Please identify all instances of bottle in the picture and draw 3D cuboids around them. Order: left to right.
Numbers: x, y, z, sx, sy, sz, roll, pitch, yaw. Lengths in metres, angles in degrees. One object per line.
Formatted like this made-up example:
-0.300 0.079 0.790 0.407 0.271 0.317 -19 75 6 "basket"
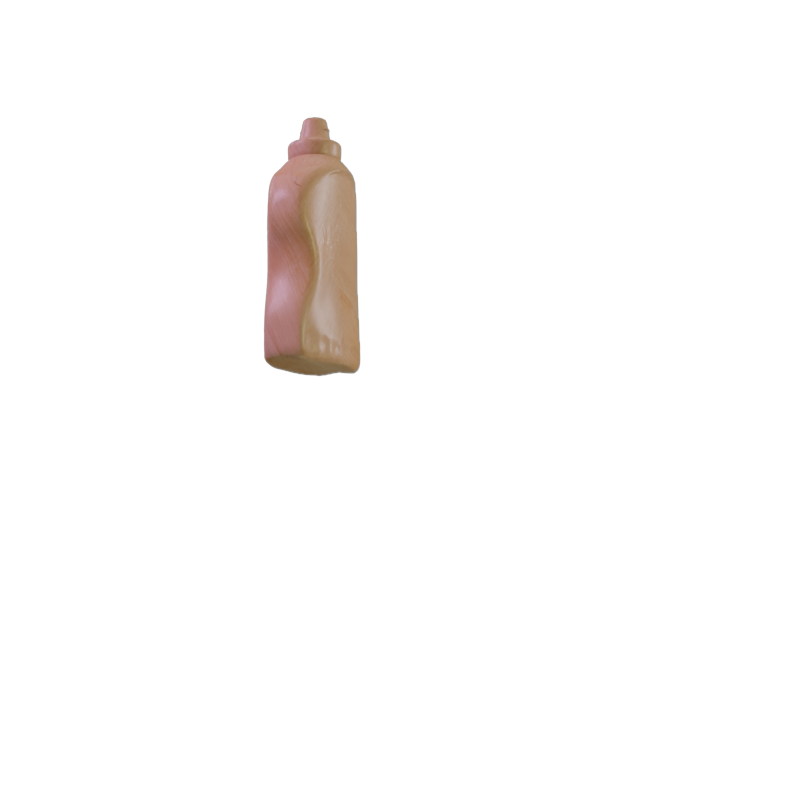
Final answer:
-0.064 -0.118 0.828 0.060 0.198 0.091 -8 -14 26 "bottle"
